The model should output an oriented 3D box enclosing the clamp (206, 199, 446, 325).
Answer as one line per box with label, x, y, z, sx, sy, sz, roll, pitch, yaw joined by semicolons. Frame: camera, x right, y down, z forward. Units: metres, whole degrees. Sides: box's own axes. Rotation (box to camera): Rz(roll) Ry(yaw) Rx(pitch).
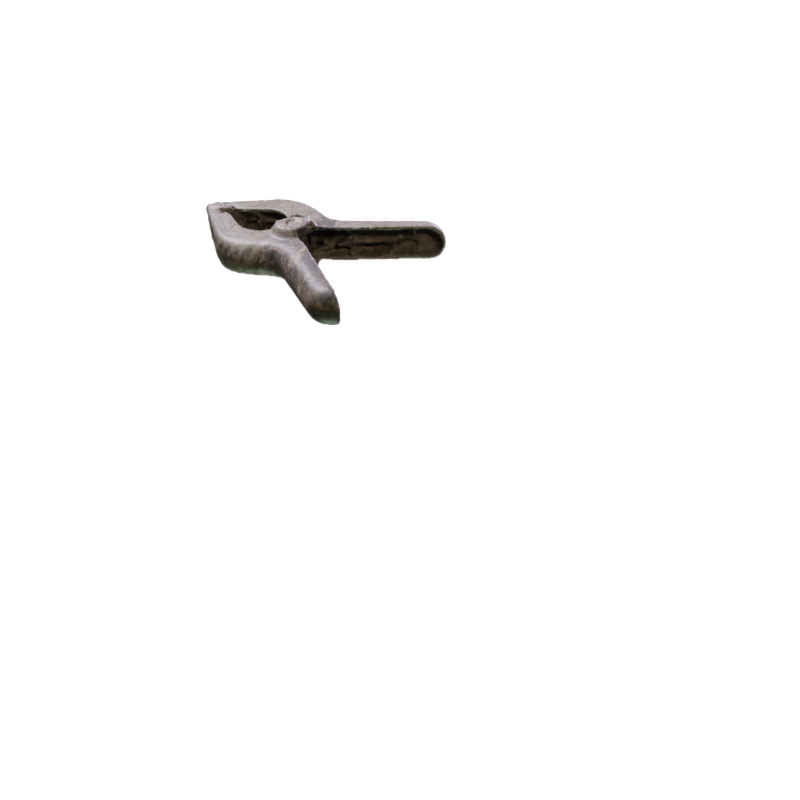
clamp;-0.058;-0.106;0.744;0.119;0.037;0.183;-24;38;-35
